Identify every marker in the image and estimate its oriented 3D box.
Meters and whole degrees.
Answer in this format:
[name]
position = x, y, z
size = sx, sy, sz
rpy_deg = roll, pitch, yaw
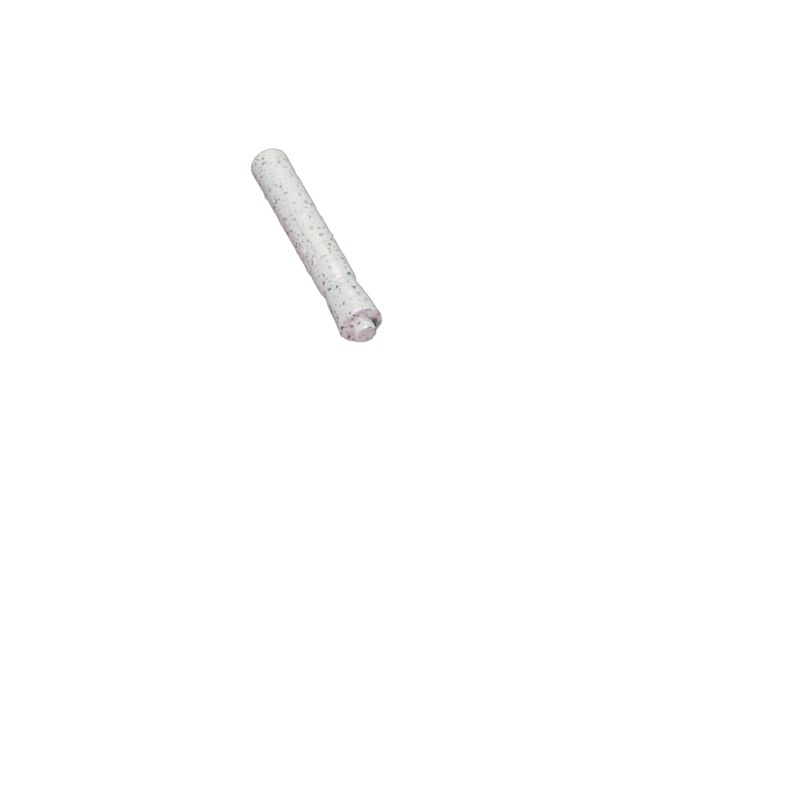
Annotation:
[marker]
position = -0.038, -0.070, 0.492
size = 0.019, 0.019, 0.131
rpy_deg = -2, 43, -29
